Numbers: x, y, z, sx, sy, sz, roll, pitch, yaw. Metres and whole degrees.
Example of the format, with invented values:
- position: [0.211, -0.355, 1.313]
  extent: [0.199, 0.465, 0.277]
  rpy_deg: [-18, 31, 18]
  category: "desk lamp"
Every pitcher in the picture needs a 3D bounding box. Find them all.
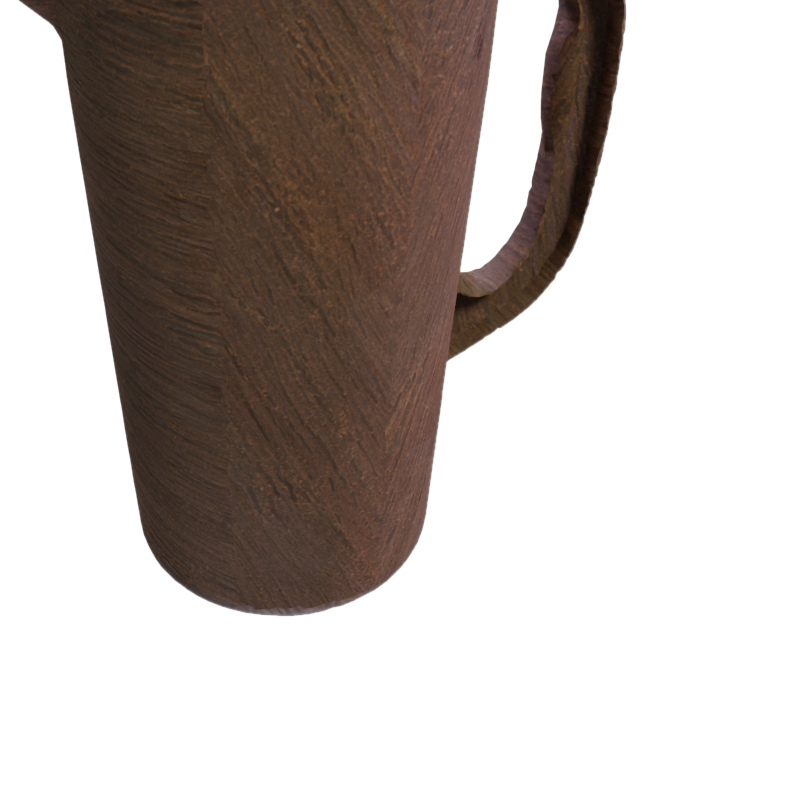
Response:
- position: [-0.029, -0.052, 0.366]
  extent: [0.157, 0.228, 0.147]
  rpy_deg: [21, 37, 27]
  category: "pitcher"
